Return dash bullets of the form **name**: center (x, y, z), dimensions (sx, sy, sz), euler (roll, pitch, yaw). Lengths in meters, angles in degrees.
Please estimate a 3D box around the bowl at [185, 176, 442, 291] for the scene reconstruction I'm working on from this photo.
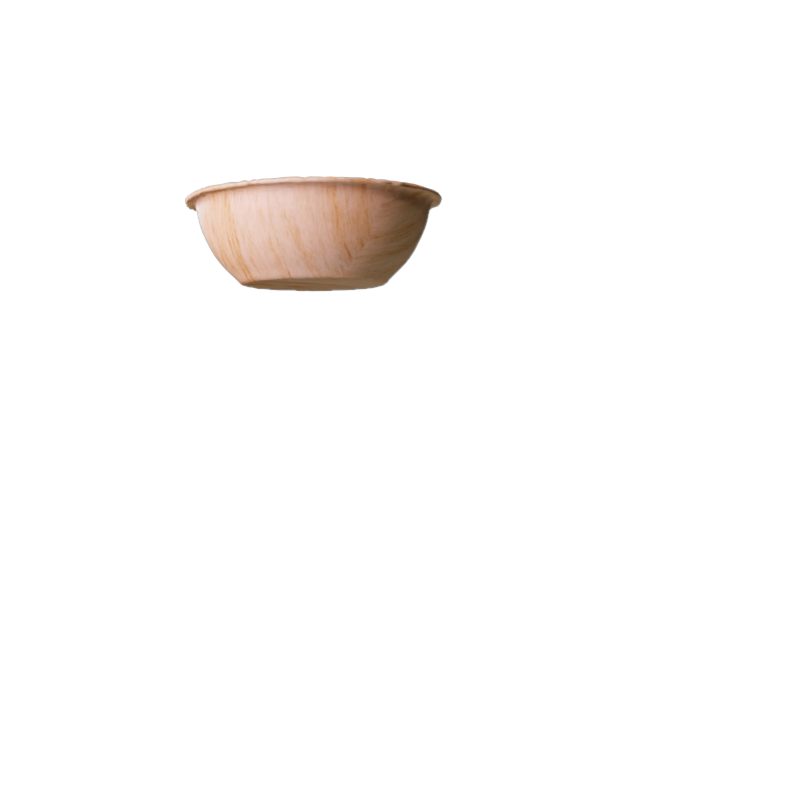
- **bowl**: center (-0.054, -0.099, 0.695), dimensions (0.162, 0.056, 0.161), euler (0, 0, -2)
